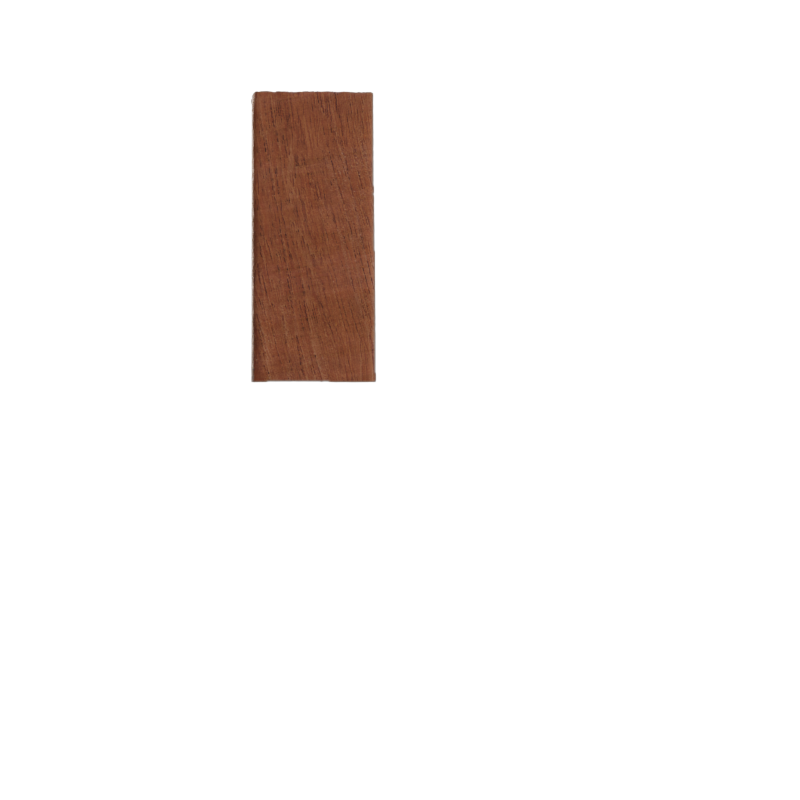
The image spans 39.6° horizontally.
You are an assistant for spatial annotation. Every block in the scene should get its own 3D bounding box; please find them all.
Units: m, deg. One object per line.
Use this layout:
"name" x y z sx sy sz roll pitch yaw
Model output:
"block" -0.065 -0.117 0.823 0.090 0.209 0.090 0 -6 -3
